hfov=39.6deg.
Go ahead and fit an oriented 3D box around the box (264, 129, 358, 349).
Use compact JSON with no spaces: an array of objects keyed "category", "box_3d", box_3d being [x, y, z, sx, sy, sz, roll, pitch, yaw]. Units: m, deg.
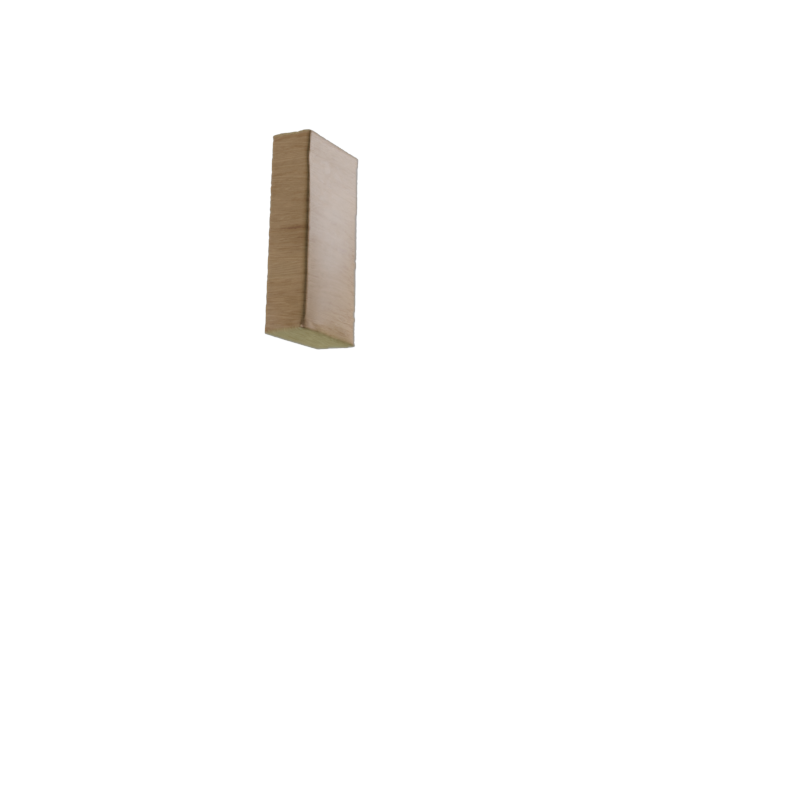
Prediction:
[{"category":"box","box_3d":[-0.076,-0.138,0.971,0.049,0.183,0.088,-9,-16,26]}]
